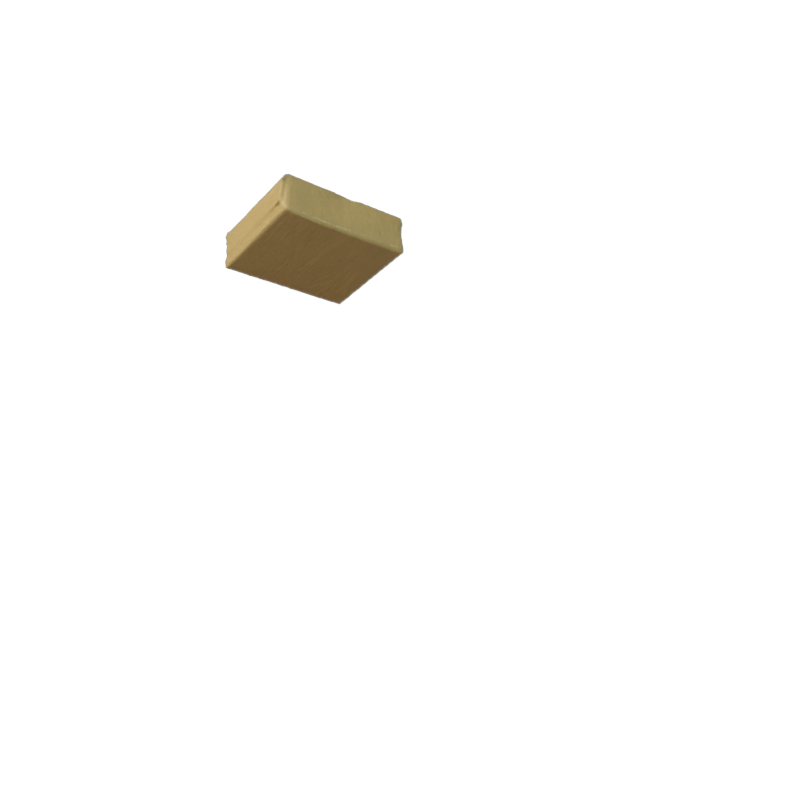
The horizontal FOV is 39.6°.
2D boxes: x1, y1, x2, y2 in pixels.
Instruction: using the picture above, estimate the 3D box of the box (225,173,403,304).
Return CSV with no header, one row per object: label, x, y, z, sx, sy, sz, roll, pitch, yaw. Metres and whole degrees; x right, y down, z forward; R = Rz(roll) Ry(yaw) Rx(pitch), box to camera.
box,-0.054,-0.099,0.695,0.085,0.032,0.072,18,-35,-28
